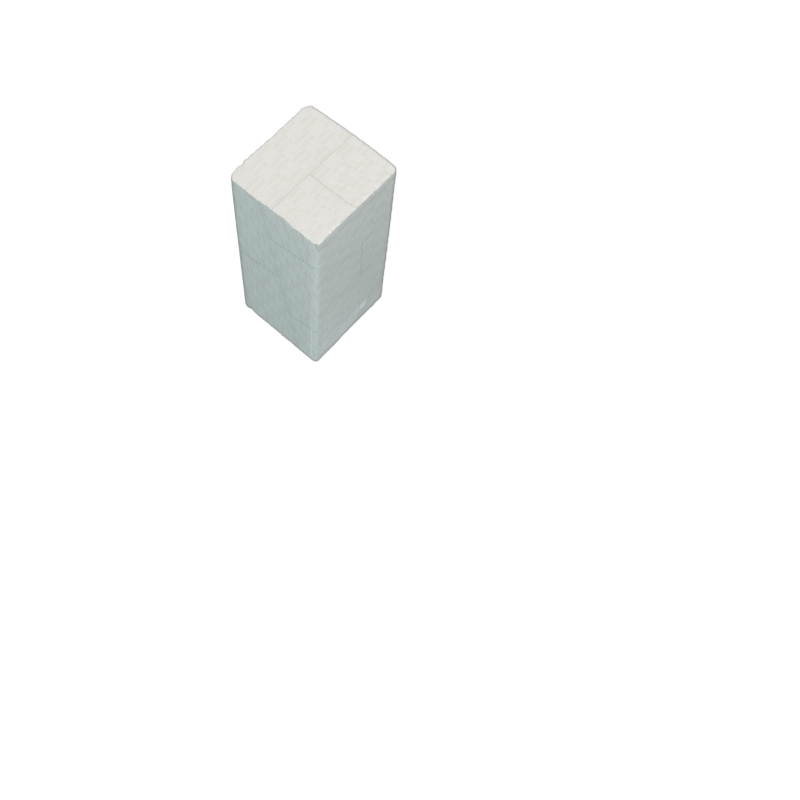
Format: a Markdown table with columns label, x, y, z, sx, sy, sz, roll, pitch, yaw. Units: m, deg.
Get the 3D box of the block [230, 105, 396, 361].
| label | x | y | z | sx | sy | sz | roll | pitch | yaw |
| --- | --- | --- | --- | --- | --- | --- | --- | --- | --- |
| block | -0.070 | -0.128 | 0.892 | 0.094 | 0.092 | 0.195 | 39 | -20 | 13 |
